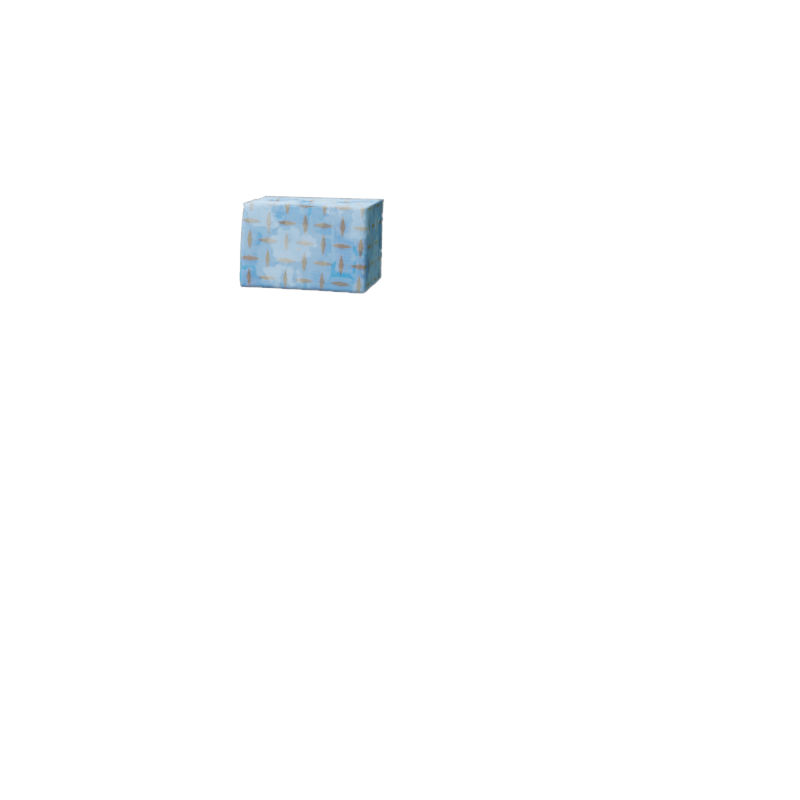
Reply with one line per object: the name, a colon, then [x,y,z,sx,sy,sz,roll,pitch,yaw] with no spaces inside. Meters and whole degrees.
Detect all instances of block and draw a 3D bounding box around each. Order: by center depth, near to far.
block: [-0.053,-0.096,0.671,0.079,0.050,0.053,4,13,13]
